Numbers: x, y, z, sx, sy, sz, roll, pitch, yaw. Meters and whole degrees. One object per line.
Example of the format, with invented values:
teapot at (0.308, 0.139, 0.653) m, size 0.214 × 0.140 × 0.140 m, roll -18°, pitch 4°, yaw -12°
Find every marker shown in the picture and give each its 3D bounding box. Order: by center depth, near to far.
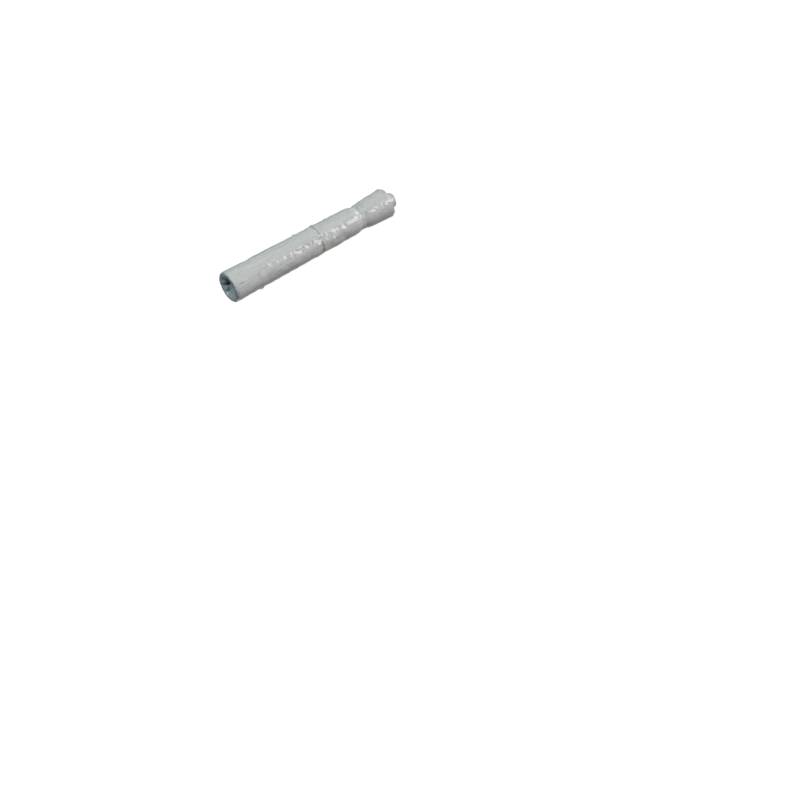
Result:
marker at (-0.050, -0.092, 0.644) m, size 0.121 × 0.019 × 0.020 m, roll -33°, pitch 20°, yaw -26°
